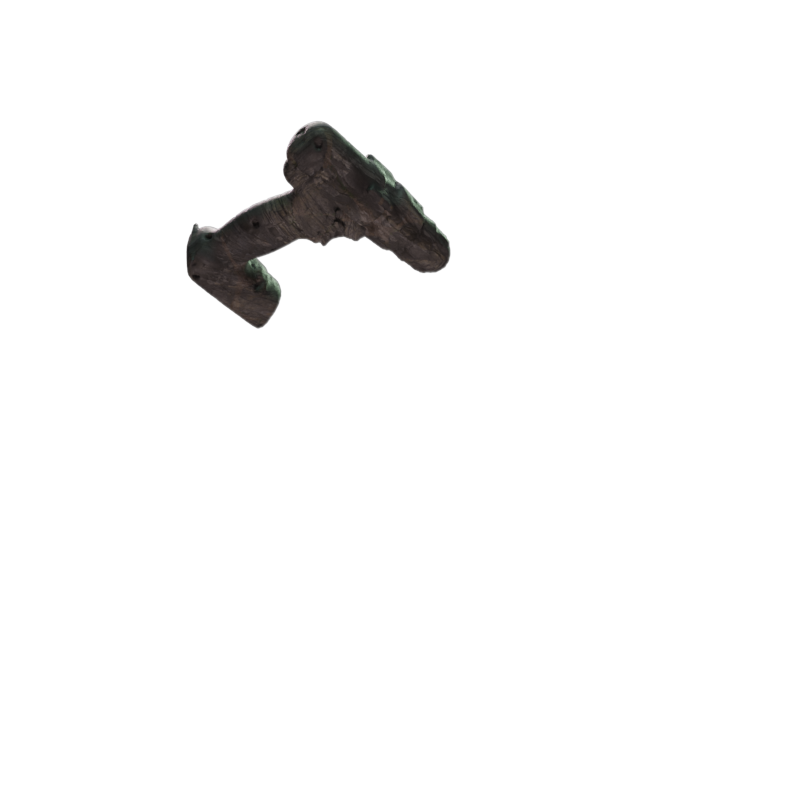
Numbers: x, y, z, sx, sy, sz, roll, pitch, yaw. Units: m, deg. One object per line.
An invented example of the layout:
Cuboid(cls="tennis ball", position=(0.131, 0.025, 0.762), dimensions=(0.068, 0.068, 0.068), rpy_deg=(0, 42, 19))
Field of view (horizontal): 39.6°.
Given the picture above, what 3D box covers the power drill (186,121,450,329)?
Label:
Cuboid(cls="power drill", position=(-0.074, -0.135, 0.945), dimensions=(0.187, 0.062, 0.172), rpy_deg=(-31, -53, 26))
